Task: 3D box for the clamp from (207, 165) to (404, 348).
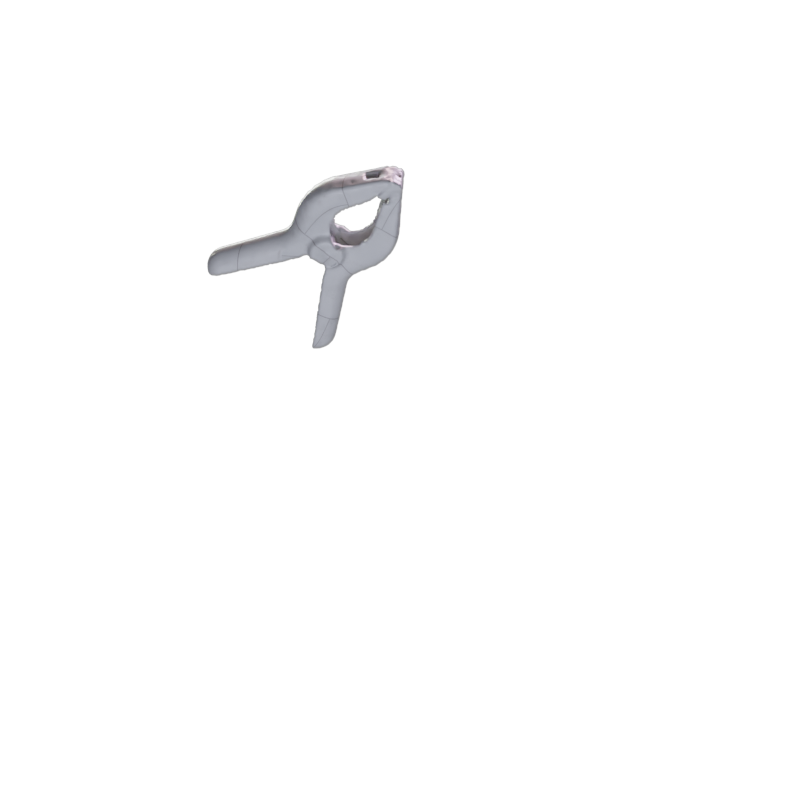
[{"bbox_3d":[-0.066,-0.121,0.849,0.116,0.167,0.042,27,32,-19],"label":"clamp"}]
